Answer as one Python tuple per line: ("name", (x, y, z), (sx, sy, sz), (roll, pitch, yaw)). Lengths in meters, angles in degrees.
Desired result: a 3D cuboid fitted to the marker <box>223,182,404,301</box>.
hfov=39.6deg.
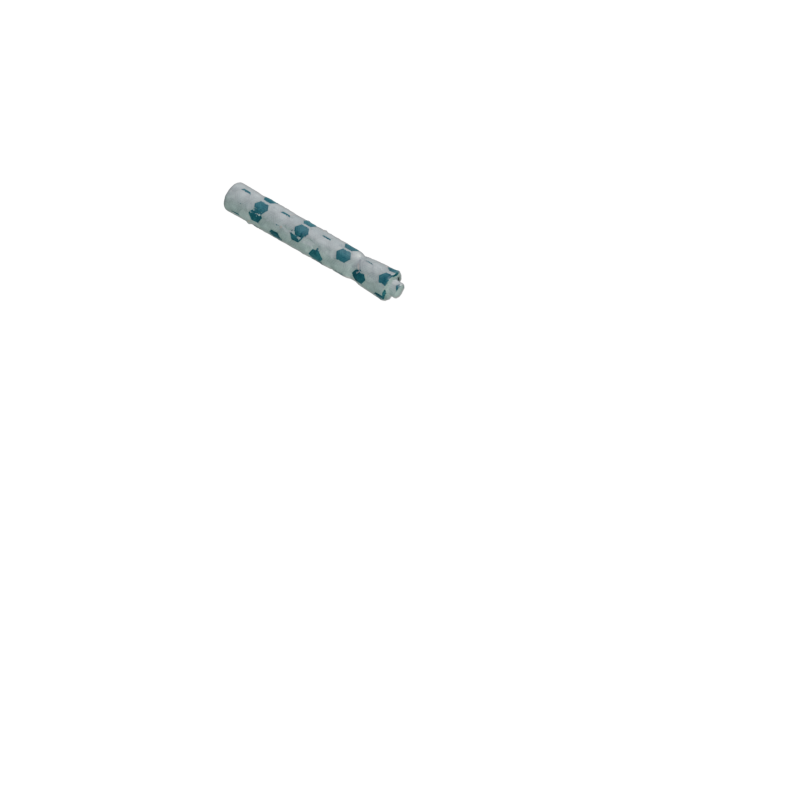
("marker", (-0.049, -0.090, 0.632), (0.127, 0.019, 0.019), (32, 17, 24))
